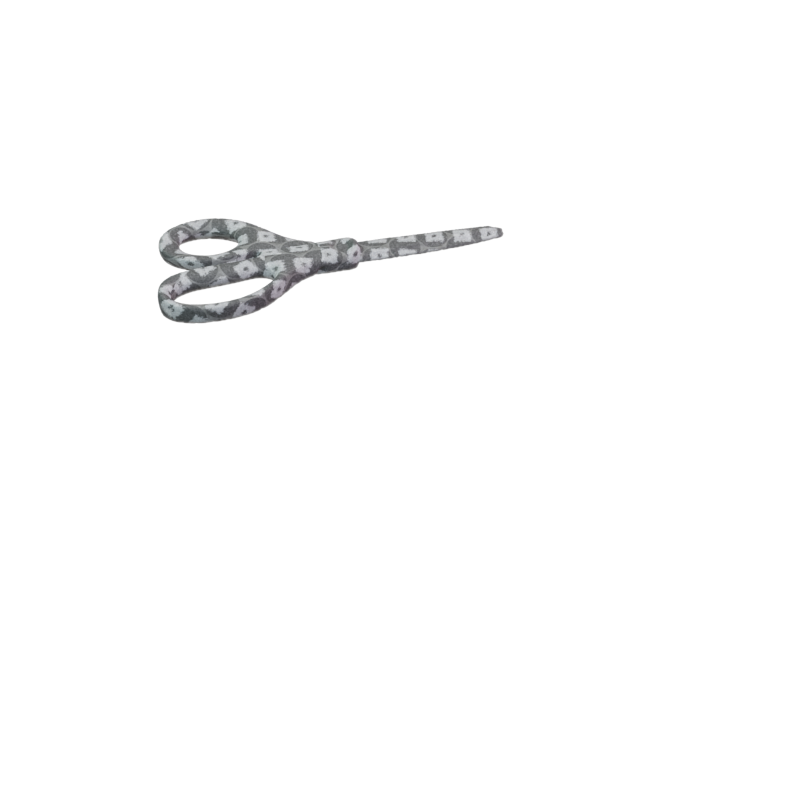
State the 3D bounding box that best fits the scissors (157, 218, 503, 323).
[{"bbox_3d":[-0.050,-0.091,0.637,0.199,0.015,0.104,-21,43,-24],"label":"scissors"}]
